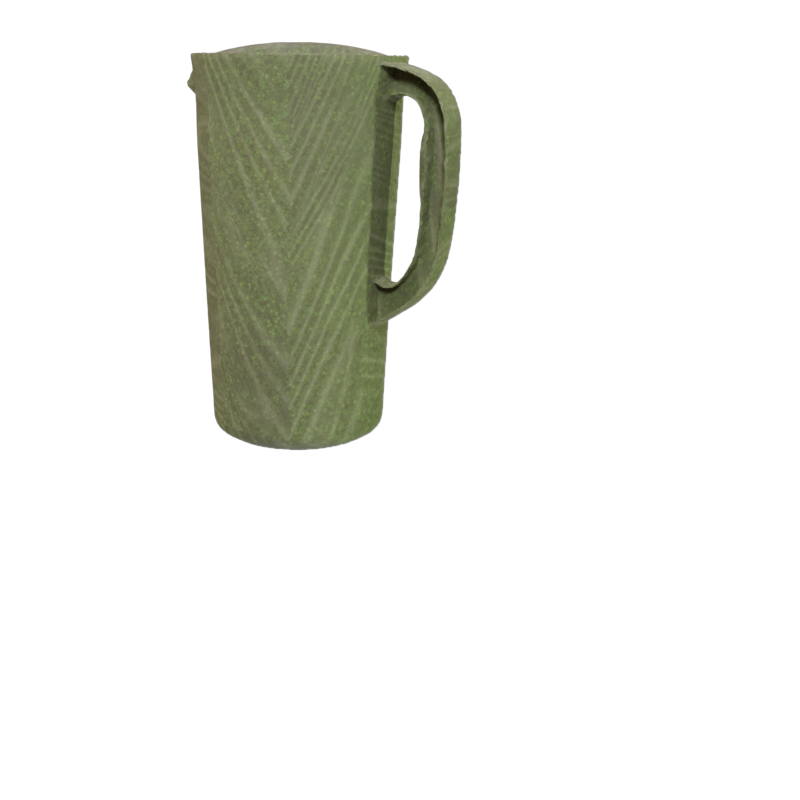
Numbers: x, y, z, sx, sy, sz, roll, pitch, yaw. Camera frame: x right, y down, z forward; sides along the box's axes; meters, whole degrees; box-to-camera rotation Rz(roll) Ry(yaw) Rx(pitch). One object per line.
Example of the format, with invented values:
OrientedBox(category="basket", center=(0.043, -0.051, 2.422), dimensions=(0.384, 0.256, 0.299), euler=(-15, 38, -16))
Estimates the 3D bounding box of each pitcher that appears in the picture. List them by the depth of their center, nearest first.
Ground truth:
OrientedBox(category="pitcher", center=(-0.054, -0.098, 0.685), dimensions=(0.142, 0.237, 0.156), euler=(-3, 12, -16))
